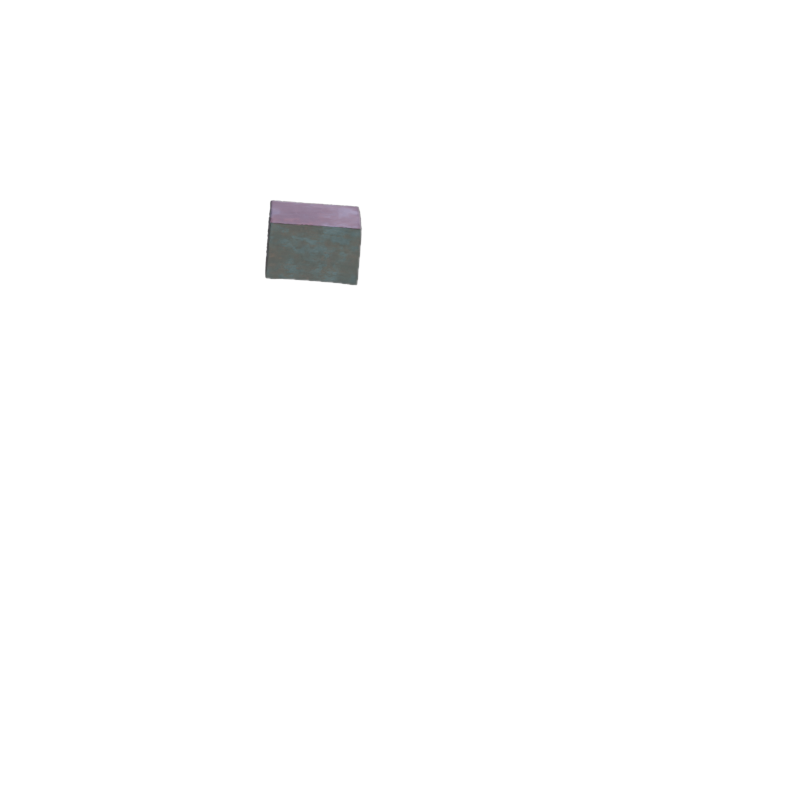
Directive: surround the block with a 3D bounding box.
[{"bbox_3d":[-0.072,-0.132,0.926,0.078,0.050,0.054,5,27,-4],"label":"block"}]
